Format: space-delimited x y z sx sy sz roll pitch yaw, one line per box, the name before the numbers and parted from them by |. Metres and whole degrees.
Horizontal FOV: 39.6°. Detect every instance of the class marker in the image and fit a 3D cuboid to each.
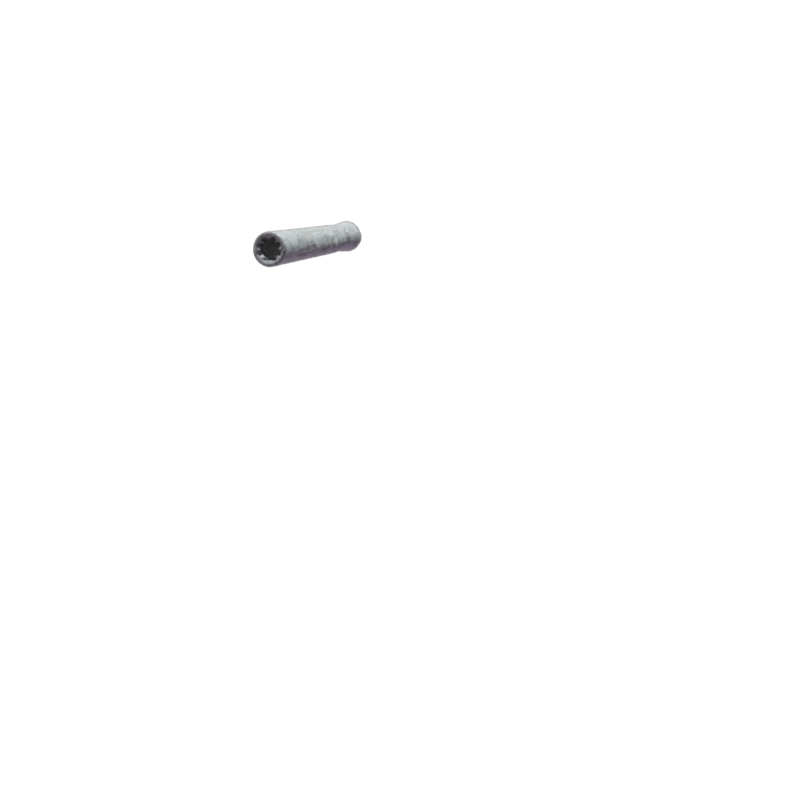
marker | -0.049 -0.089 0.626 0.020 0.019 0.120 1 12 19
